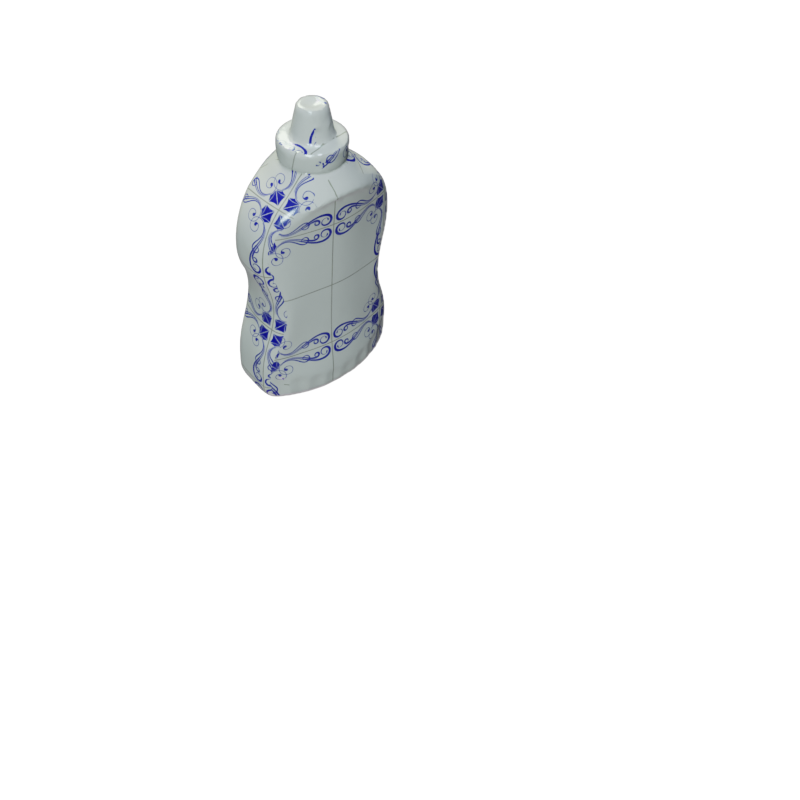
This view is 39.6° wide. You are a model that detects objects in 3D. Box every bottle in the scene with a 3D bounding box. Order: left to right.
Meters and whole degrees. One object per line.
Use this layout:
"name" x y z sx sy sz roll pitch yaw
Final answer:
"bottle" -0.052 -0.094 0.656 0.096 0.179 0.063 -26 51 -28
